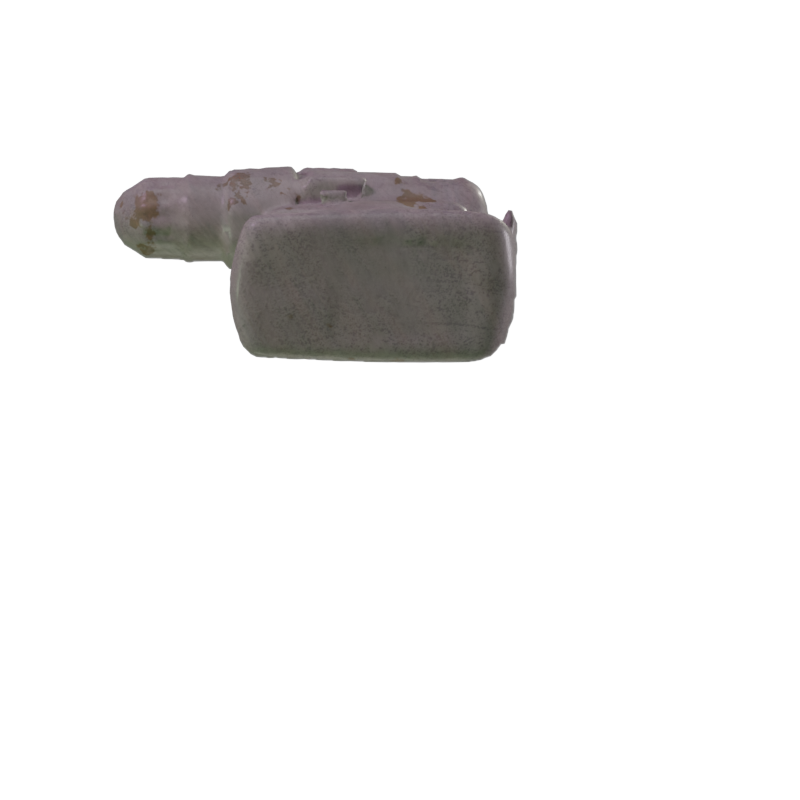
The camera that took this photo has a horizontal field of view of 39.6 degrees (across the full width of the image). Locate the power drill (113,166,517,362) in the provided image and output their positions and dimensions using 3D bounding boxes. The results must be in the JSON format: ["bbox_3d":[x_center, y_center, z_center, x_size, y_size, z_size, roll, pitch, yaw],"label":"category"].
[{"bbox_3d":[-0.038,-0.069,0.483,0.183,0.055,0.196,-2,19,-7],"label":"power drill"}]
